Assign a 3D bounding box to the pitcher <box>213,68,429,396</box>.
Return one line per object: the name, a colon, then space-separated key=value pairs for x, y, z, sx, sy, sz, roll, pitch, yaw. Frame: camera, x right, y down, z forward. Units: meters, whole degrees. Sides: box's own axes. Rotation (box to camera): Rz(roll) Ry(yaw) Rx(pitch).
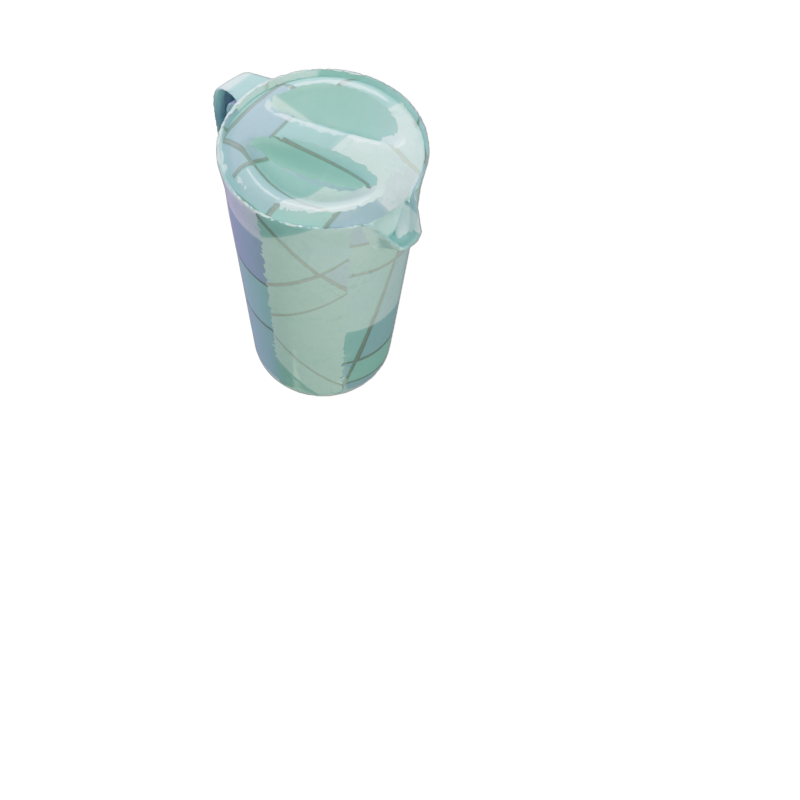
pitcher: x=-0.061 y=-0.112 z=0.785 sx=0.145 sy=0.159 sz=0.228 roll=3 pitch=-32 yaw=-1
